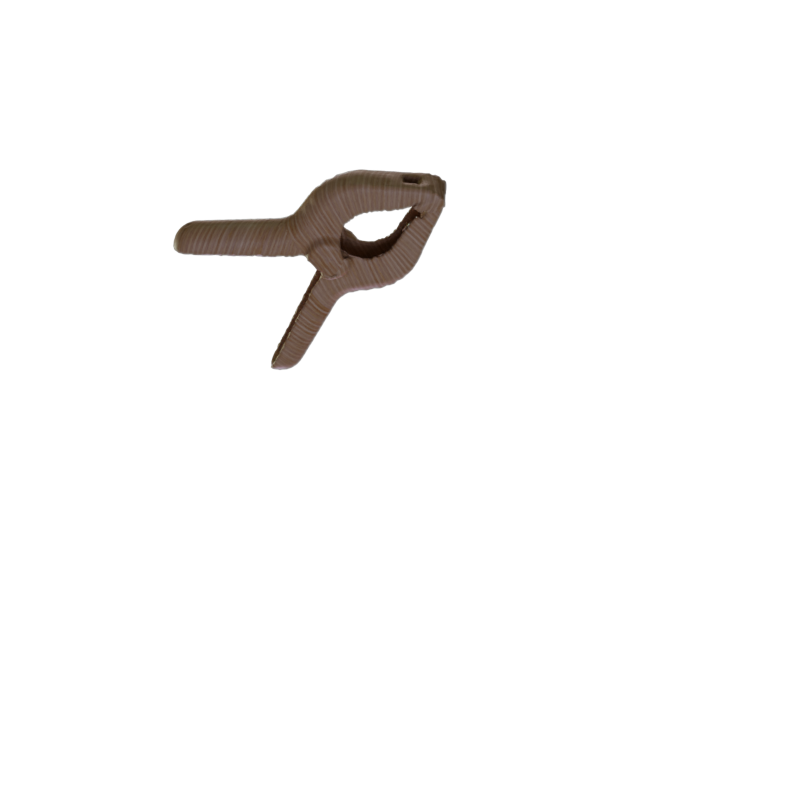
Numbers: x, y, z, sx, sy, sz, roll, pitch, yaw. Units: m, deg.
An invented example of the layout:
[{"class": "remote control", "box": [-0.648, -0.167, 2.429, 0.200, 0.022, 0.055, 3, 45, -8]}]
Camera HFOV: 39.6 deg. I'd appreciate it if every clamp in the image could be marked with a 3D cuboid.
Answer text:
[{"class": "clamp", "box": [-0.054, -0.098, 0.689, 0.170, 0.113, 0.042, -36, 28, 22]}]
